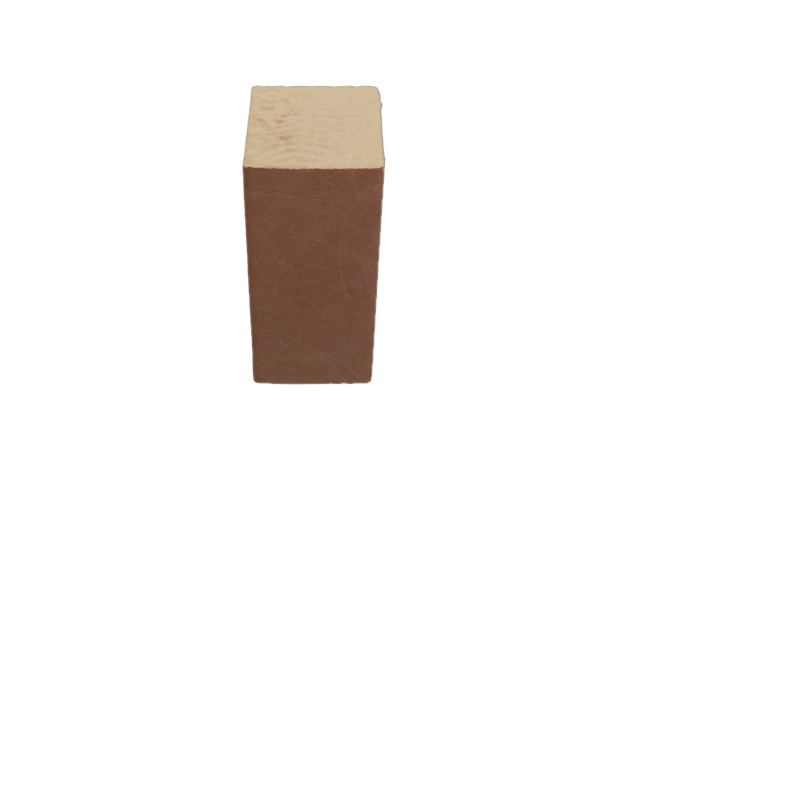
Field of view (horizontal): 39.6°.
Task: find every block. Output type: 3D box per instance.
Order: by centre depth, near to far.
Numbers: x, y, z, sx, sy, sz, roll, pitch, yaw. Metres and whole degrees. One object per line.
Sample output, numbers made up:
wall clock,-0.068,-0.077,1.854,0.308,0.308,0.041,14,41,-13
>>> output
block,-0.061,-0.112,0.785,0.090,0.097,0.192,1,-44,-3
